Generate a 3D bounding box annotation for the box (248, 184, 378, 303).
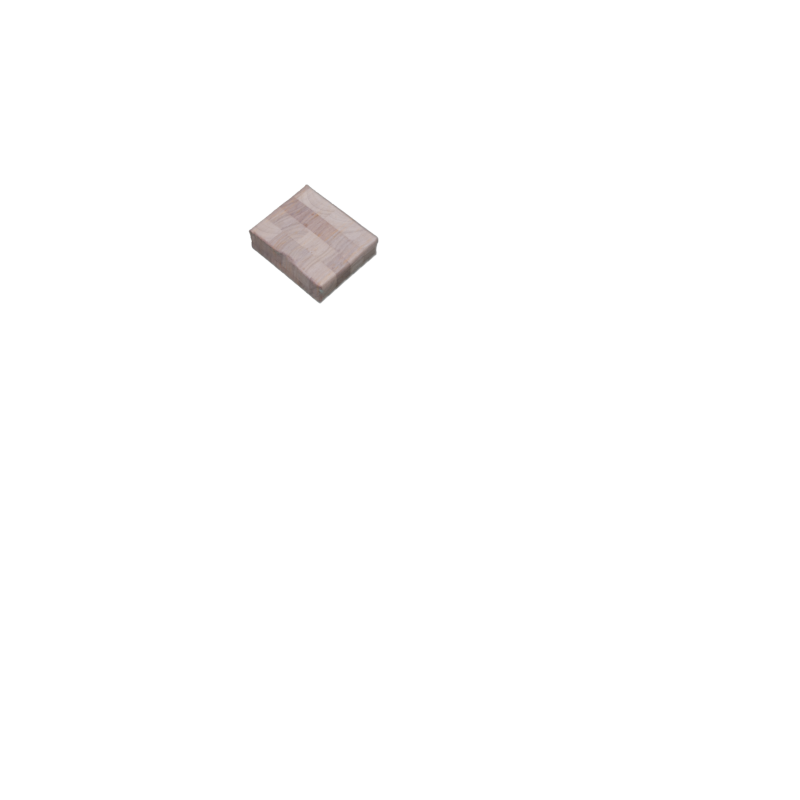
[{"bbox_3d":[-0.076,-0.138,0.968,0.094,0.074,0.028,39,-25,22],"label":"box"}]
